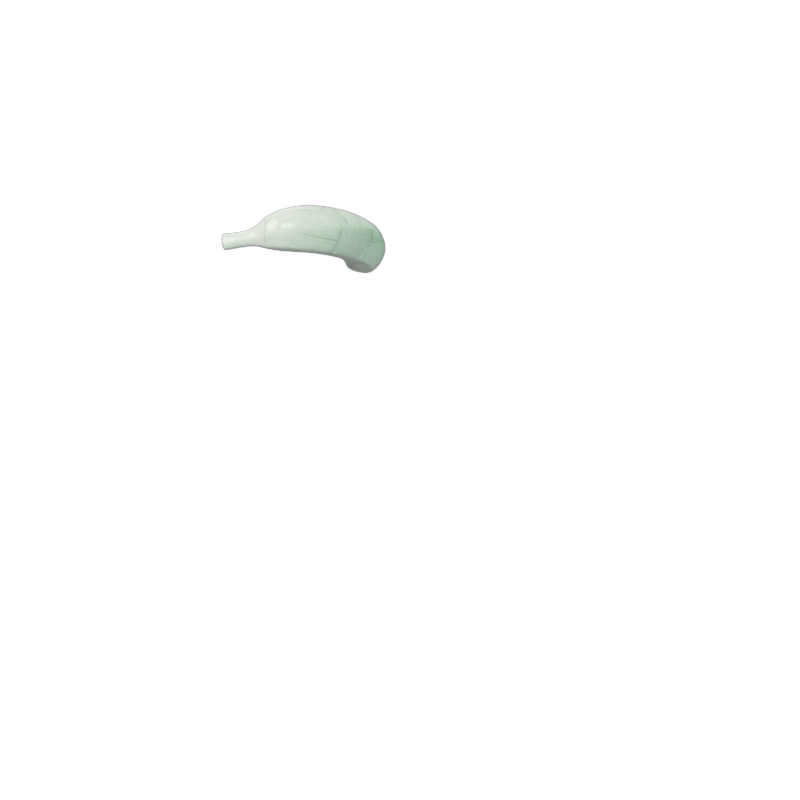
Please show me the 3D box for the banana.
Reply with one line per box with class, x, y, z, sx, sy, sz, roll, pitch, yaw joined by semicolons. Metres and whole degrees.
banana;-0.053;-0.124;0.854;0.072;0.037;0.189;-2;-2;30
